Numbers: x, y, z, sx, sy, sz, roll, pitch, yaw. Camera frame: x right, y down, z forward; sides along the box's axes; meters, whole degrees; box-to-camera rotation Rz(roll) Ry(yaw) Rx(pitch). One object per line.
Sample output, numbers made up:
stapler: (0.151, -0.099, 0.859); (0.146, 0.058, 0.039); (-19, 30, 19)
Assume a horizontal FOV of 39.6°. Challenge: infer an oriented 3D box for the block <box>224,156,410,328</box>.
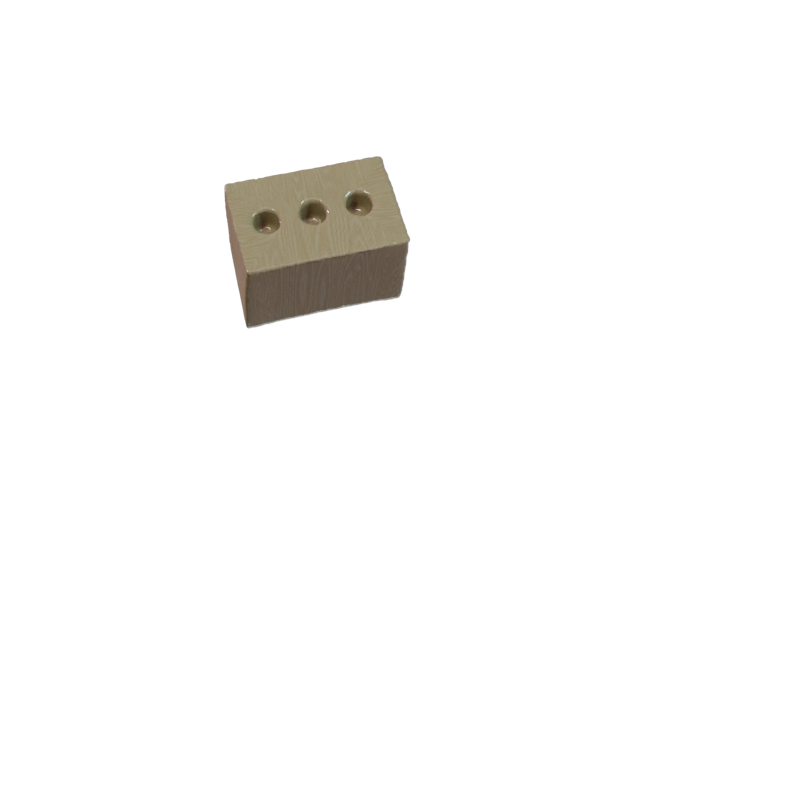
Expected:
block: (-0.041, -0.075, 0.526); (0.077, 0.056, 0.048); (-13, -28, -8)
